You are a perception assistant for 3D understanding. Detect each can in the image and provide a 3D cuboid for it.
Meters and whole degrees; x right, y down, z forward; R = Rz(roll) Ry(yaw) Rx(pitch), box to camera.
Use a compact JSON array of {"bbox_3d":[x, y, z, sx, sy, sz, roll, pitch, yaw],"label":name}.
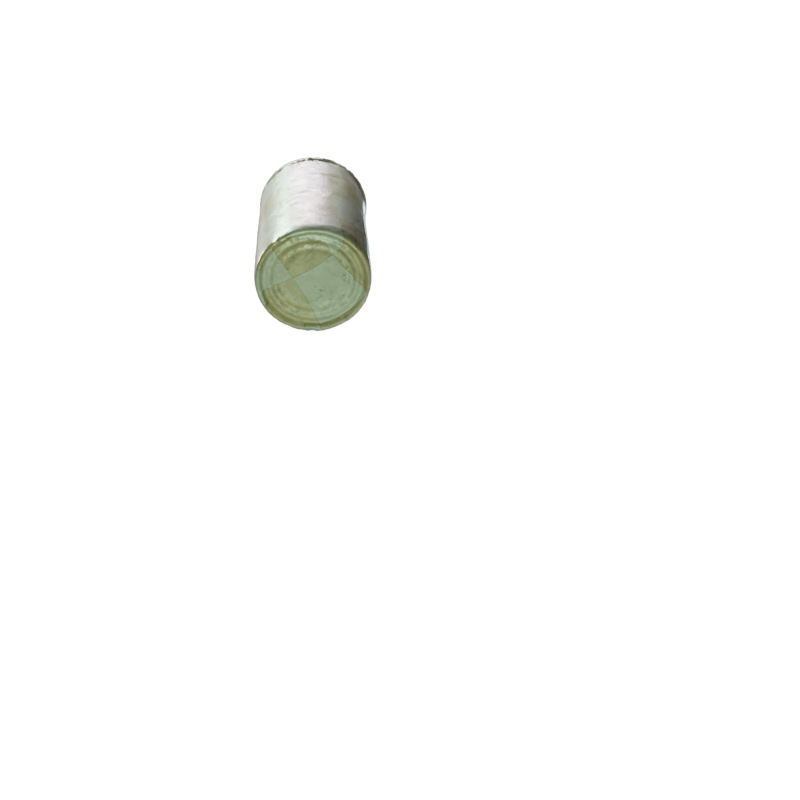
[{"bbox_3d":[-0.052,-0.095,0.662,0.068,0.064,0.109,-1,31,-3],"label":"can"}]
